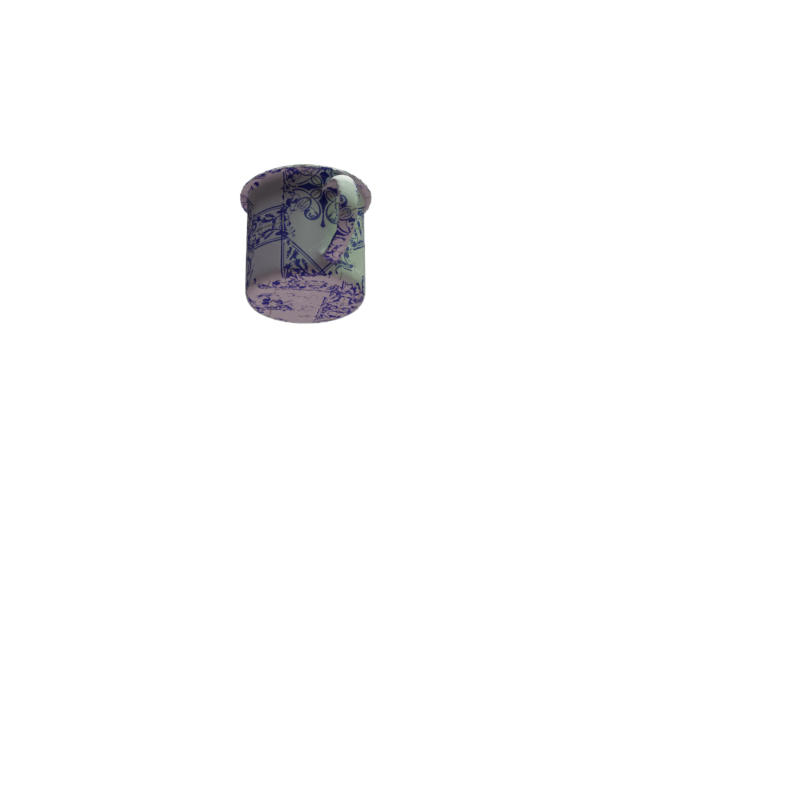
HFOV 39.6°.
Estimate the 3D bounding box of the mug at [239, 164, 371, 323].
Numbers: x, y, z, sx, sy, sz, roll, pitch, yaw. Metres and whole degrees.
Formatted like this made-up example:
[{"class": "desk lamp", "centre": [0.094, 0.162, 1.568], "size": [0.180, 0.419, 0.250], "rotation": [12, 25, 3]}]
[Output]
[{"class": "mug", "centre": [-0.059, -0.108, 0.753], "size": [0.089, 0.086, 0.116], "rotation": [12, -26, -27]}]
